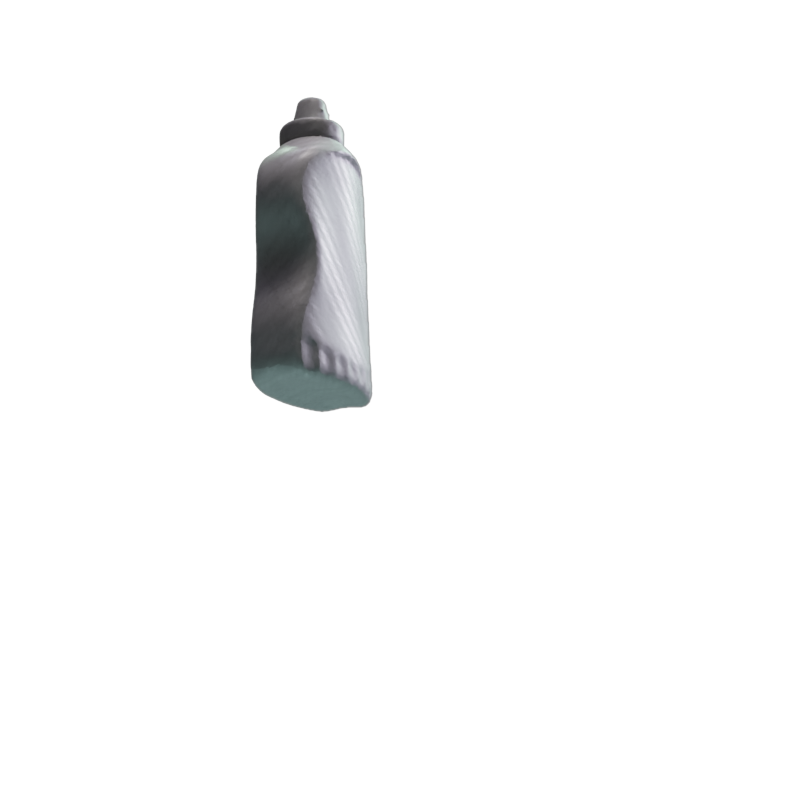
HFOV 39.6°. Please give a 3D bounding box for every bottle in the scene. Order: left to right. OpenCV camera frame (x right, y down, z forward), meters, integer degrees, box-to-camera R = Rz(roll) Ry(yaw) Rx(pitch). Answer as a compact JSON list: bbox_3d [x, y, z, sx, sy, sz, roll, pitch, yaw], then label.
[{"bbox_3d":[-0.053,-0.096,0.672,0.059,0.201,0.090,-12,-22,25],"label":"bottle"}]
